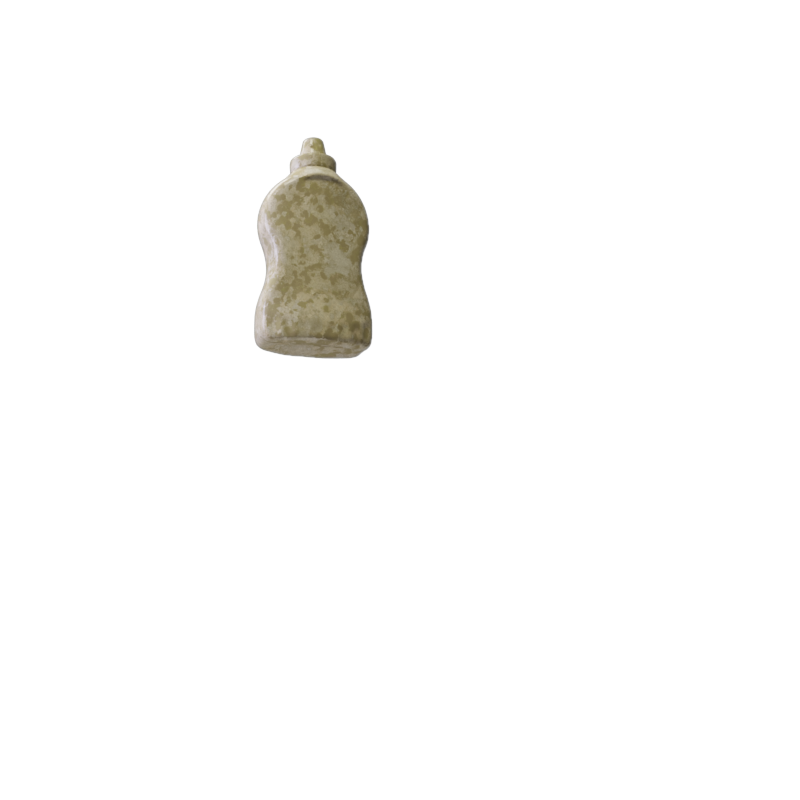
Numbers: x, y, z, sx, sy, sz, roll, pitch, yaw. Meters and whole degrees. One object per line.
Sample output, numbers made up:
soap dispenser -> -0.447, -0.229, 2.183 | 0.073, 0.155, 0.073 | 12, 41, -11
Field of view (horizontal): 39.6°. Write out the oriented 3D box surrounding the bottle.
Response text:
bottle -> -0.074, -0.135, 0.944 | 0.094, 0.201, 0.057 | 5, -21, -17
